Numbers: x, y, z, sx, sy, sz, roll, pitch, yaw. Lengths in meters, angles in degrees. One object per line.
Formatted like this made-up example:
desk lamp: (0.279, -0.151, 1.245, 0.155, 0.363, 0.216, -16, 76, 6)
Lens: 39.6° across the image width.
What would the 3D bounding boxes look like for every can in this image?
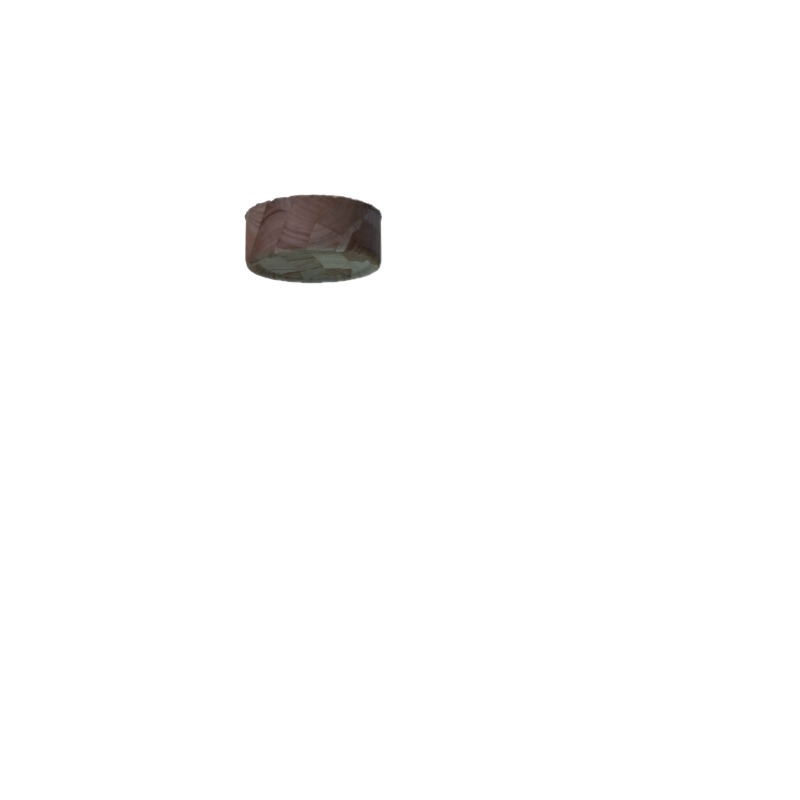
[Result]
can: (-0.054, -0.098, 0.688, 0.086, 0.035, 0.083, 0, -10, -2)
